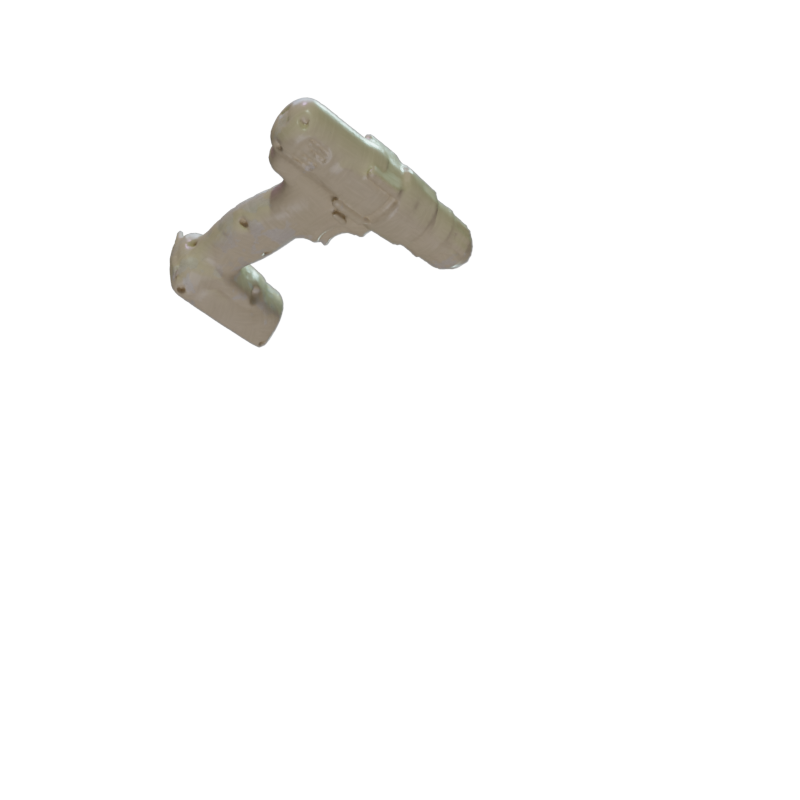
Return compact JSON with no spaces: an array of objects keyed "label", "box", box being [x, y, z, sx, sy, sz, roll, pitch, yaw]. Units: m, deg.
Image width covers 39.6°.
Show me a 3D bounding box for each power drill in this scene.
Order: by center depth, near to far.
[{"label":"power drill","box":[-0.064,-0.117,0.822,0.186,0.062,0.174,-36,-58,27]}]
